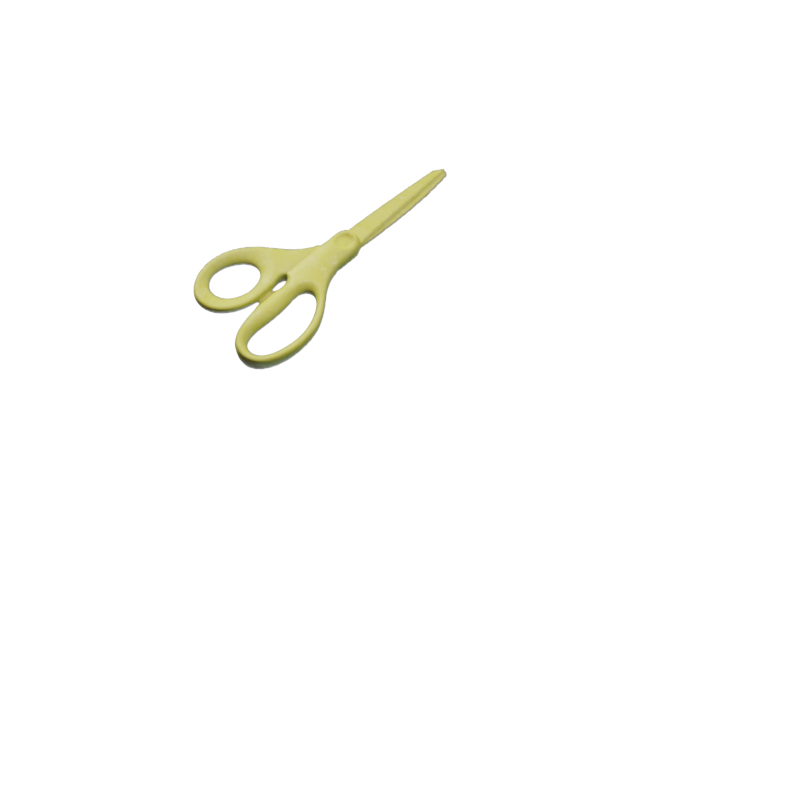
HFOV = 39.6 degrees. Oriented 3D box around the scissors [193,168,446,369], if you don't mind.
[{"bbox_3d":[-0.058,-0.105,0.735,0.100,0.208,0.015,25,-31,16],"label":"scissors"}]
